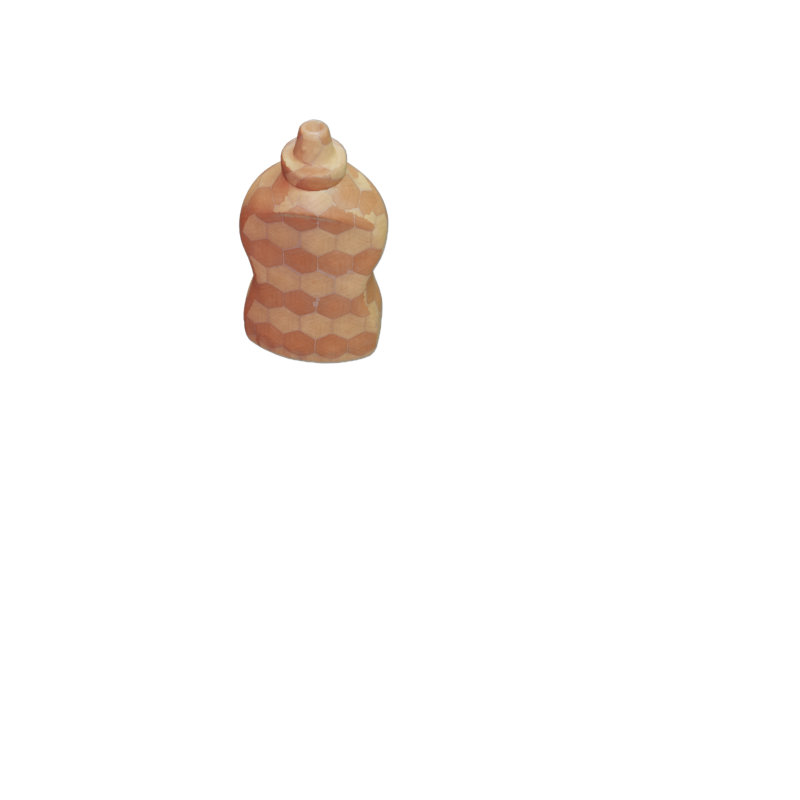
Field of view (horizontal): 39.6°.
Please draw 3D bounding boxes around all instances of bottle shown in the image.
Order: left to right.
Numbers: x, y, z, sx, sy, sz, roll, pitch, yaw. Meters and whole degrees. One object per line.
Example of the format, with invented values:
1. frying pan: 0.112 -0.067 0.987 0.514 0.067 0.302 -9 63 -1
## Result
1. bottle: -0.057 -0.104 0.728 0.097 0.062 0.179 10 -40 5
